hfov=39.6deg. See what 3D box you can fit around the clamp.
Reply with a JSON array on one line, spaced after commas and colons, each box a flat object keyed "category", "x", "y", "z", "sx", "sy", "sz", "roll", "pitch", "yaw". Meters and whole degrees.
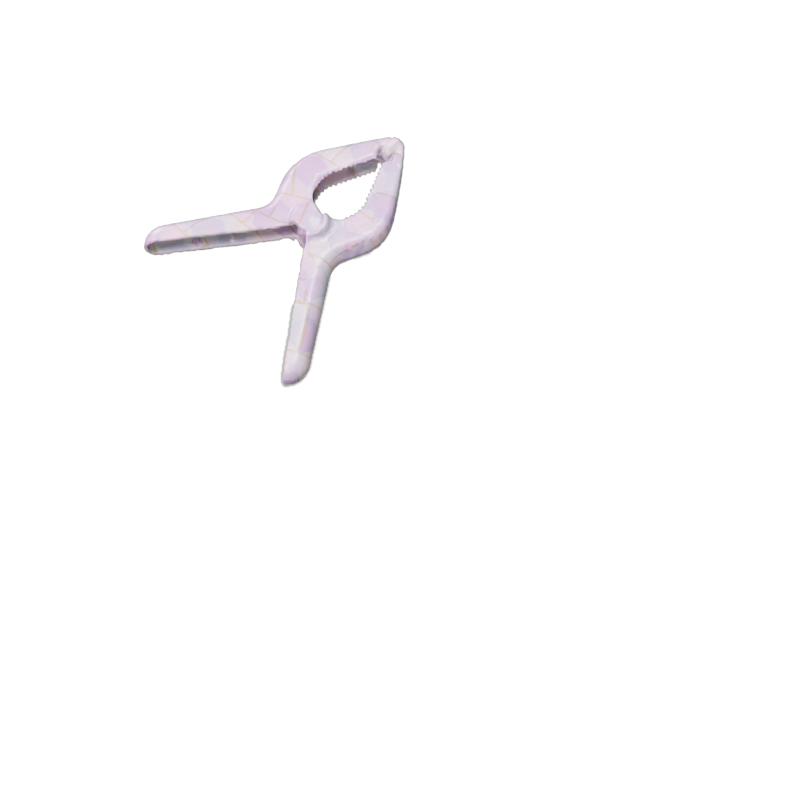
[{"category": "clamp", "x": -0.066, "y": -0.121, "z": 0.846, "sx": 0.211, "sy": 0.173, "sz": 0.034, "roll": -36, "pitch": -19, "yaw": -15}]
